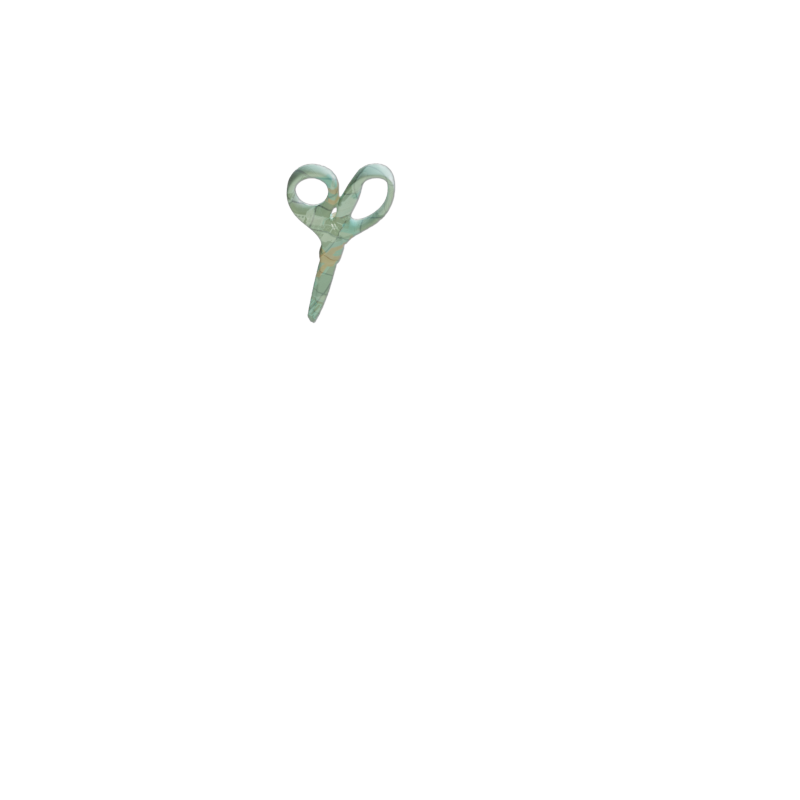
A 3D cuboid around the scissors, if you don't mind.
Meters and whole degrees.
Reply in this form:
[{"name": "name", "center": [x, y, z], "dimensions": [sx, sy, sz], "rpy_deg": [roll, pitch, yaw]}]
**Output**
[{"name": "scissors", "center": [-0.074, -0.135, 0.943], "dimensions": [0.093, 0.017, 0.195], "rpy_deg": [18, -41, -22]}]
